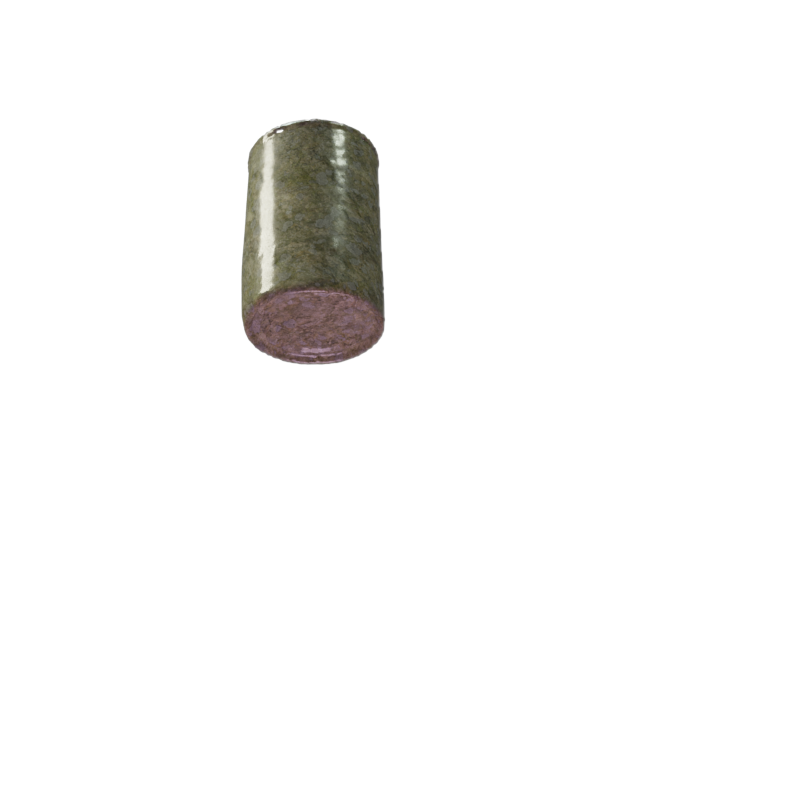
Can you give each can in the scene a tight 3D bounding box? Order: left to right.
[{"bbox_3d":[-0.042,-0.077,0.542,0.068,0.109,0.064,-1,-33,-2],"label":"can"}]
